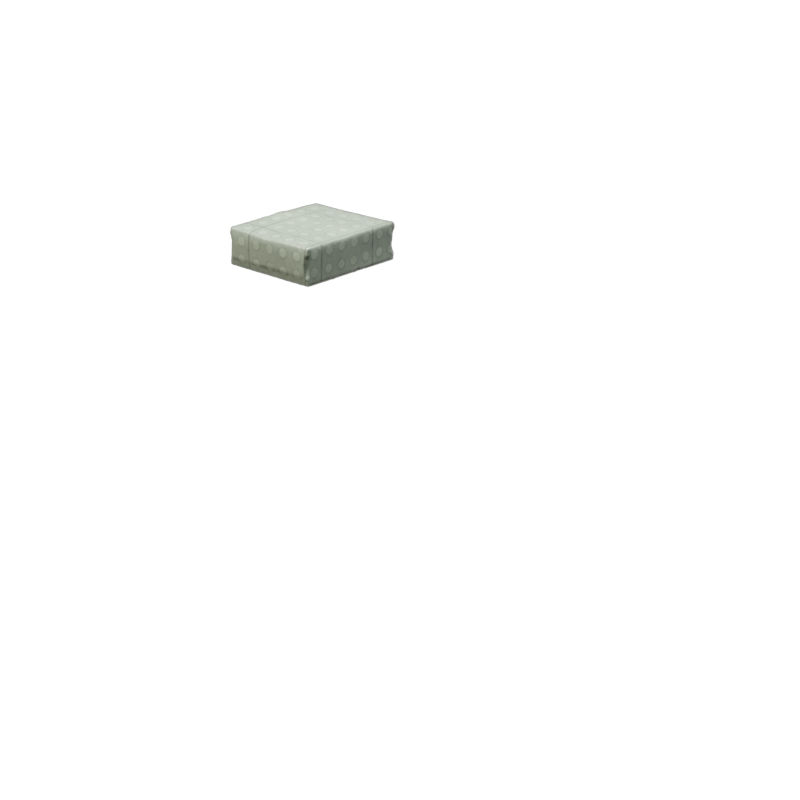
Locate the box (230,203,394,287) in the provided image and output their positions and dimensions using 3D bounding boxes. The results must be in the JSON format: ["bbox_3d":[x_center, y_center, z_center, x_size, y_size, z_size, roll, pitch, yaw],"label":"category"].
[{"bbox_3d":[-0.059,-0.107,0.751,0.077,0.029,0.088,19,30,37],"label":"box"}]
